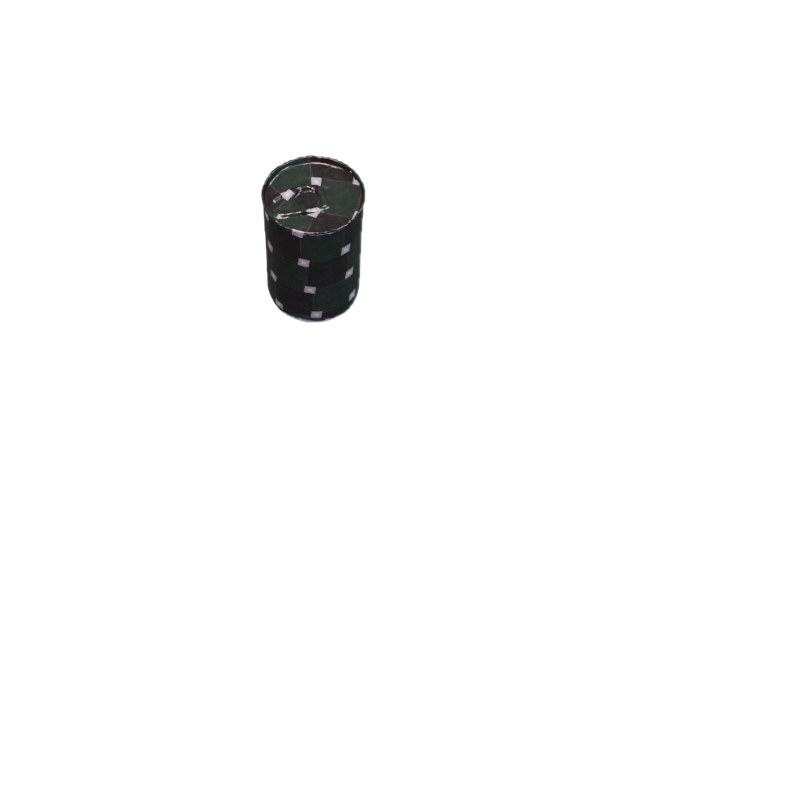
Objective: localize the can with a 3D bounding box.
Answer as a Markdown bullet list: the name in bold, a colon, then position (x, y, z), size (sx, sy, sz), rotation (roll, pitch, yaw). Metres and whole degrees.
- **can**: position (-0.060, -0.109, 0.760), size (0.068, 0.073, 0.096), rotation (0, -34, -3)
